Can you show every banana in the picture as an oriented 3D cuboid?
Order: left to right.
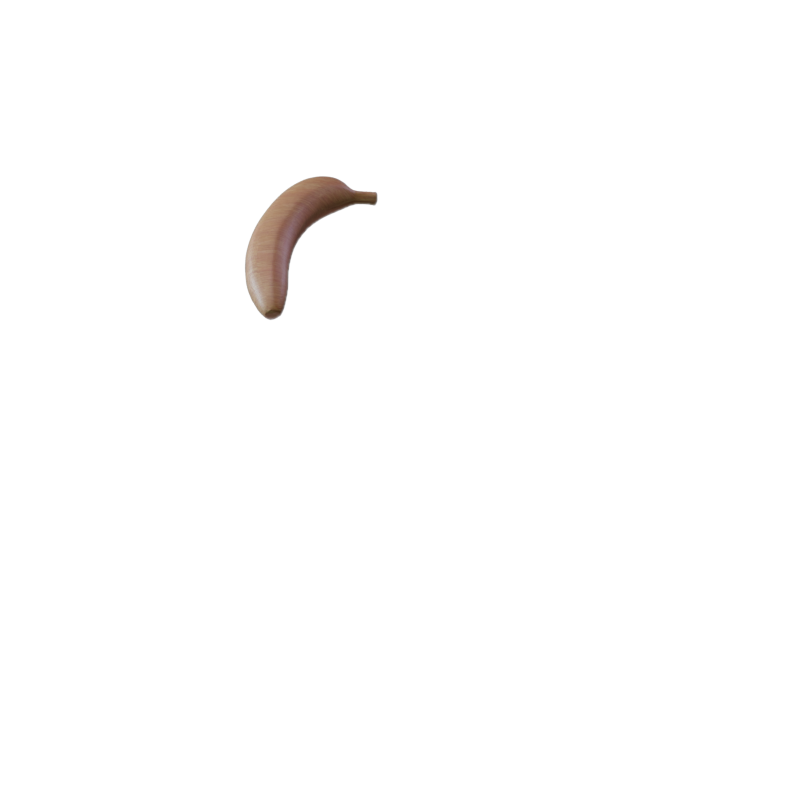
[{"bbox_3d":[-0.087,-0.140,0.930,0.072,0.034,0.204,16,44,17],"label":"banana"}]
